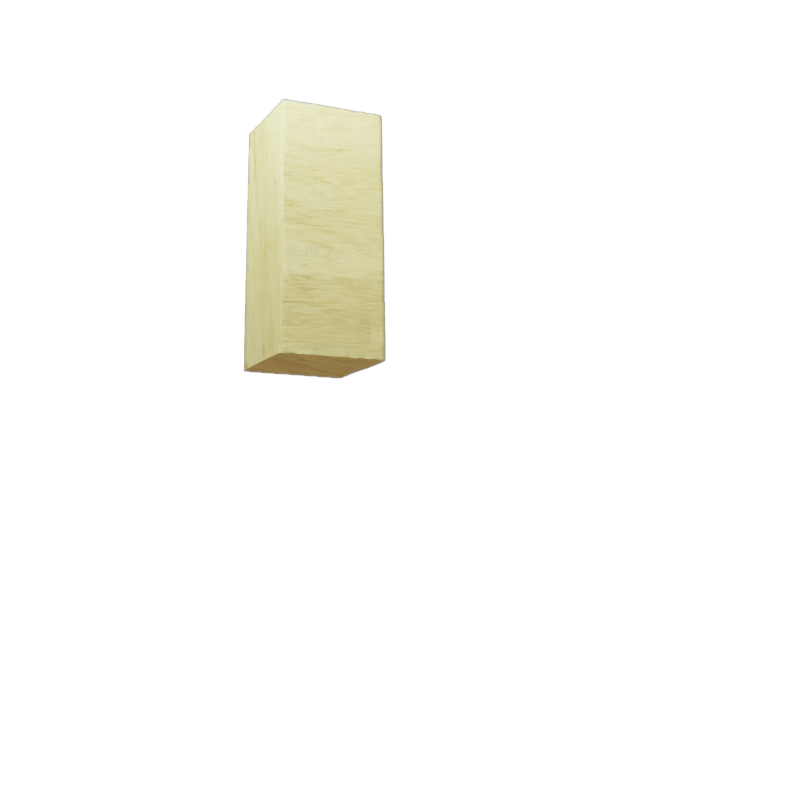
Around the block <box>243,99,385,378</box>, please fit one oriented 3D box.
[{"bbox_3d":[-0.071,-0.129,0.907,0.088,0.214,0.090,6,-17,-24],"label":"block"}]
